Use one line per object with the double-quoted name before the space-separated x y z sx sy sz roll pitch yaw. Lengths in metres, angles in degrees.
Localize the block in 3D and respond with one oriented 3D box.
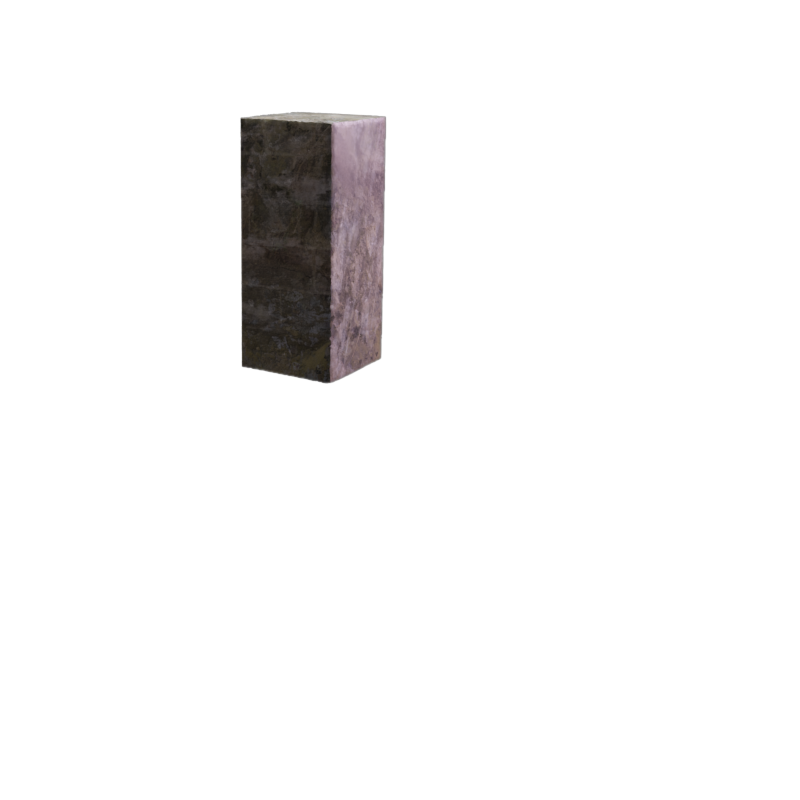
"block" -0.071 -0.130 0.913 0.094 0.201 0.089 8 14 30
